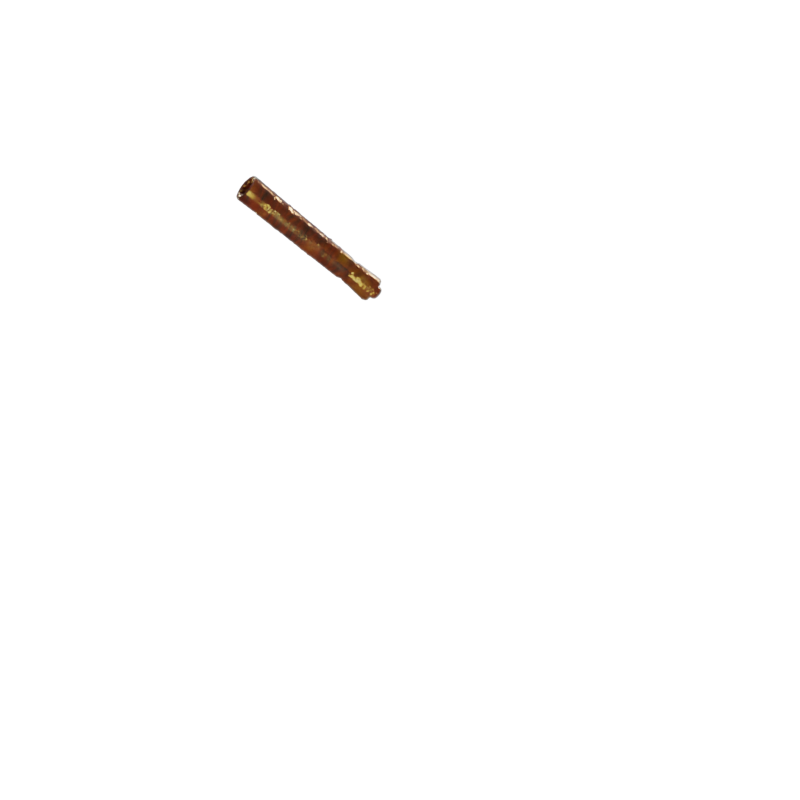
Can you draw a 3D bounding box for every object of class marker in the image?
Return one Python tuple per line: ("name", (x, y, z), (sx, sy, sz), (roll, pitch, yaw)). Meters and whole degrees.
("marker", (-0.058, -0.105, 0.735), (0.115, 0.020, 0.020), (37, -14, -23))
